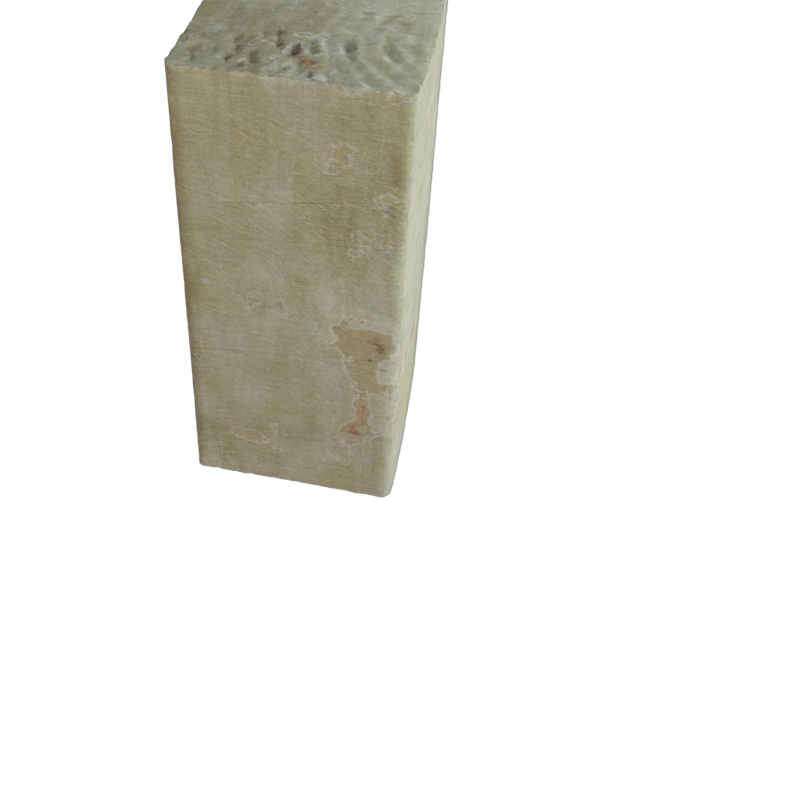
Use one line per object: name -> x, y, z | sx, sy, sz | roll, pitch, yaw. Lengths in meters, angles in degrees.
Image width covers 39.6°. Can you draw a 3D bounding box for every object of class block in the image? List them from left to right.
block -> -0.036, -0.067, 0.464 | 0.092, 0.192, 0.095 | 9, 42, 6
